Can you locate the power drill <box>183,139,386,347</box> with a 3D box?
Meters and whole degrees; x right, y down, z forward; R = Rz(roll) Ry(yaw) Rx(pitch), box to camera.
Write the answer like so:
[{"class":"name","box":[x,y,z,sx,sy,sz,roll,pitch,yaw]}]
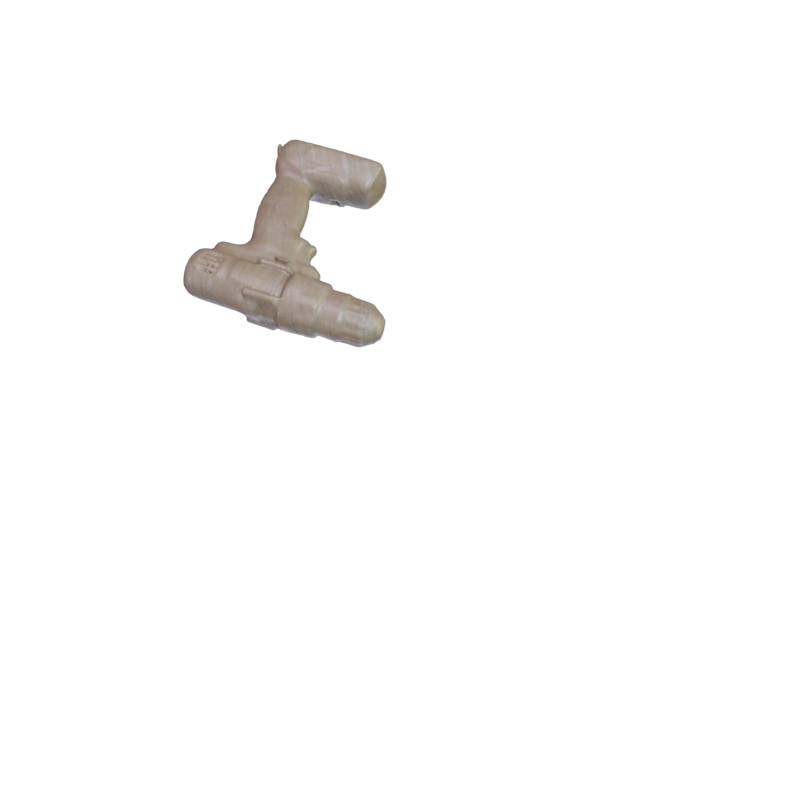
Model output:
[{"class":"power drill","box":[-0.078,-0.142,0.997,0.189,0.196,0.054,17,-34,12]}]
